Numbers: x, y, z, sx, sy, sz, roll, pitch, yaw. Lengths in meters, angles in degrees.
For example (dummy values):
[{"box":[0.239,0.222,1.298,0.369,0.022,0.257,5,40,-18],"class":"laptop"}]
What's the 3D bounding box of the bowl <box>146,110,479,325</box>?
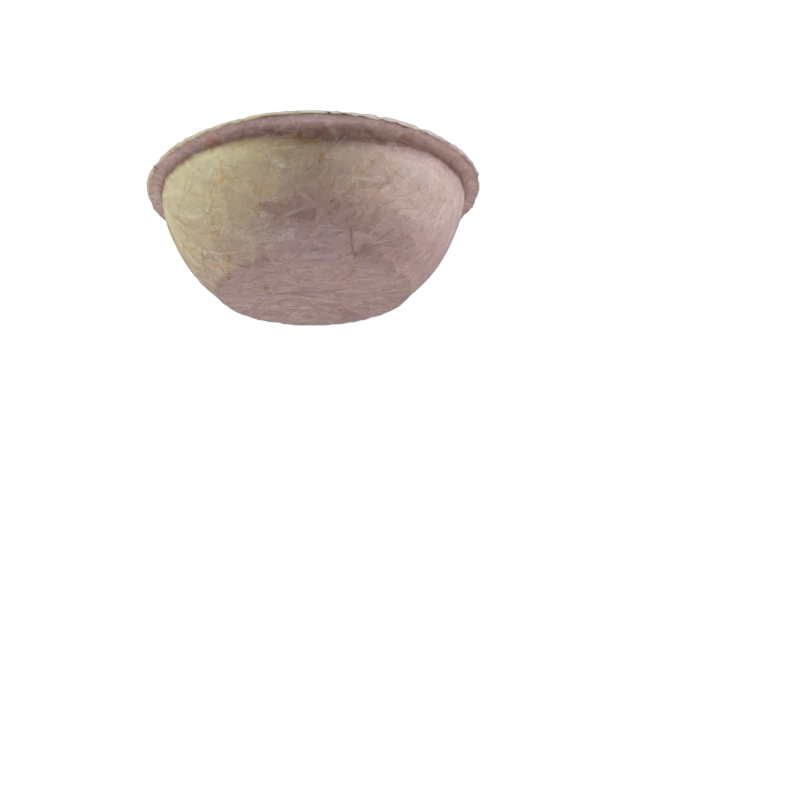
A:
[{"box":[-0.042,-0.076,0.533,0.162,0.058,0.155,0,-17,-2],"class":"bowl"}]
